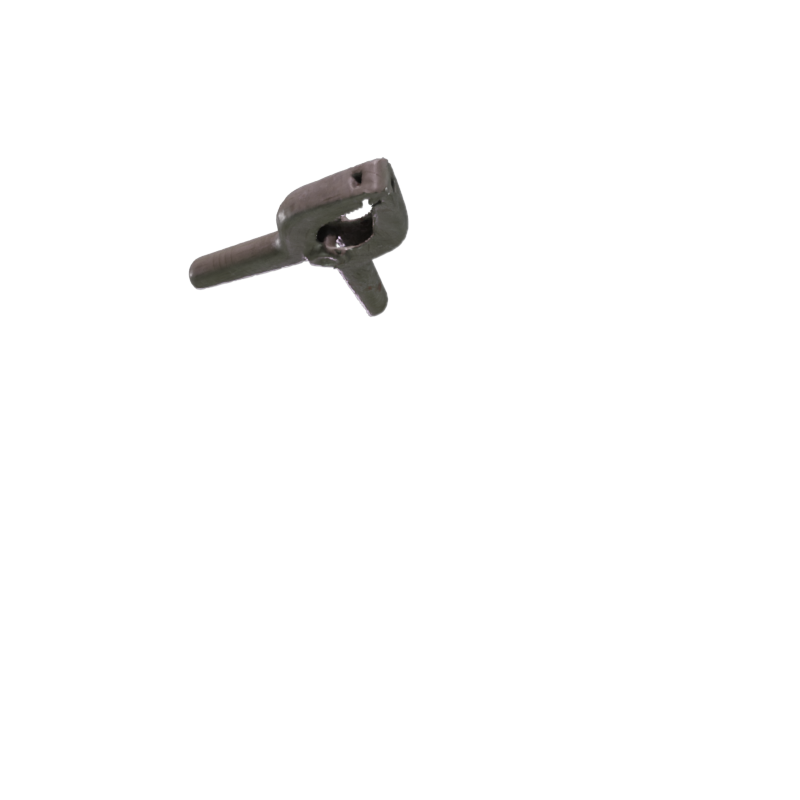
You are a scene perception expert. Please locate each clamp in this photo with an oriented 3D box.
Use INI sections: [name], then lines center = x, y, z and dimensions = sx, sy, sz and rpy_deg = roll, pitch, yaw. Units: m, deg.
[clamp]
center = -0.064, -0.116, 0.813
dimensions = 0.161, 0.038, 0.203
rpy_deg = 5, -21, -14
